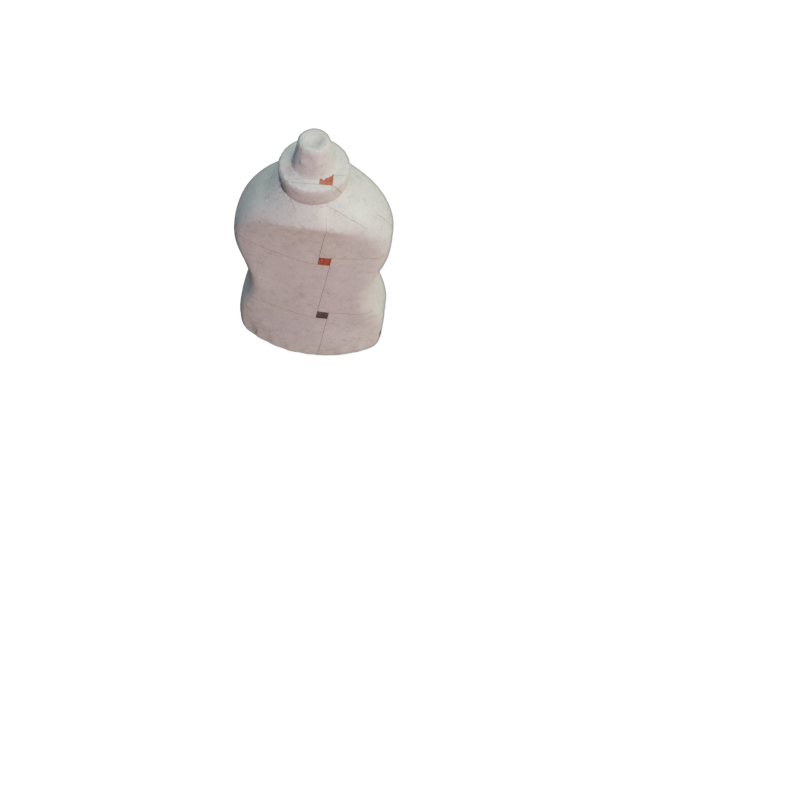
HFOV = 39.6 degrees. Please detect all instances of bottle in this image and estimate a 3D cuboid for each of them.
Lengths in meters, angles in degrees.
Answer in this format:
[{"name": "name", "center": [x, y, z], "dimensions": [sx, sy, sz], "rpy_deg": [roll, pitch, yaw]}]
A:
[{"name": "bottle", "center": [-0.054, -0.098, 0.684], "dimensions": [0.097, 0.062, 0.180], "rpy_deg": [11, -30, 3]}]
